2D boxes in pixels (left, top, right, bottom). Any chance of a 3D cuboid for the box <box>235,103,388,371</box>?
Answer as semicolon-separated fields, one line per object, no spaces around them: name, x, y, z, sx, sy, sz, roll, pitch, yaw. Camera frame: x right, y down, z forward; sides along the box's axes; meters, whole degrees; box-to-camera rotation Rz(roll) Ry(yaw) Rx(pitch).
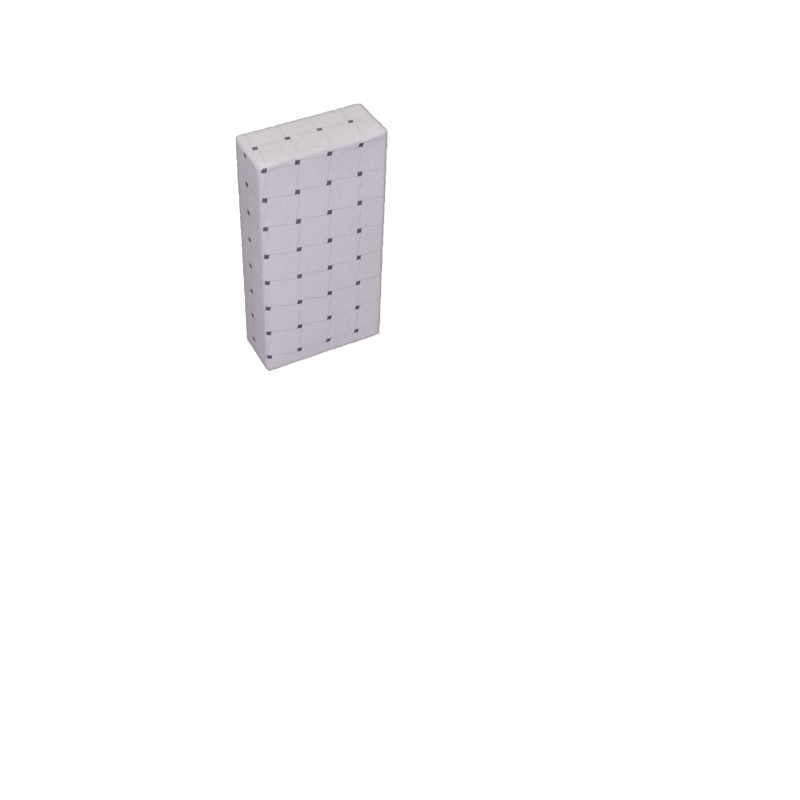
box;-0.059;-0.107;0.752;0.092;0.164;0.052;-19;49;-21
